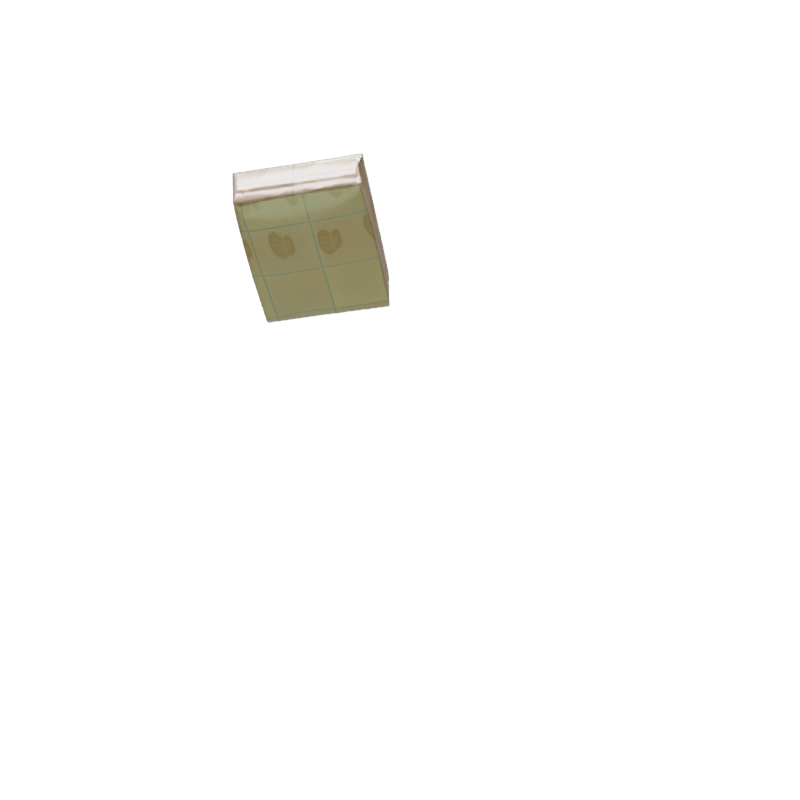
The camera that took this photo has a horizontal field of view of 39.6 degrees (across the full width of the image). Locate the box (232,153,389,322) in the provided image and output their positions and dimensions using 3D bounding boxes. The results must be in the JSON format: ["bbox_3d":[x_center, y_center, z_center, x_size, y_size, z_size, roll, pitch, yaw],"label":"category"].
[{"bbox_3d":[-0.059,-0.108,0.755,0.090,0.042,0.105,-7,-46,6],"label":"box"}]
